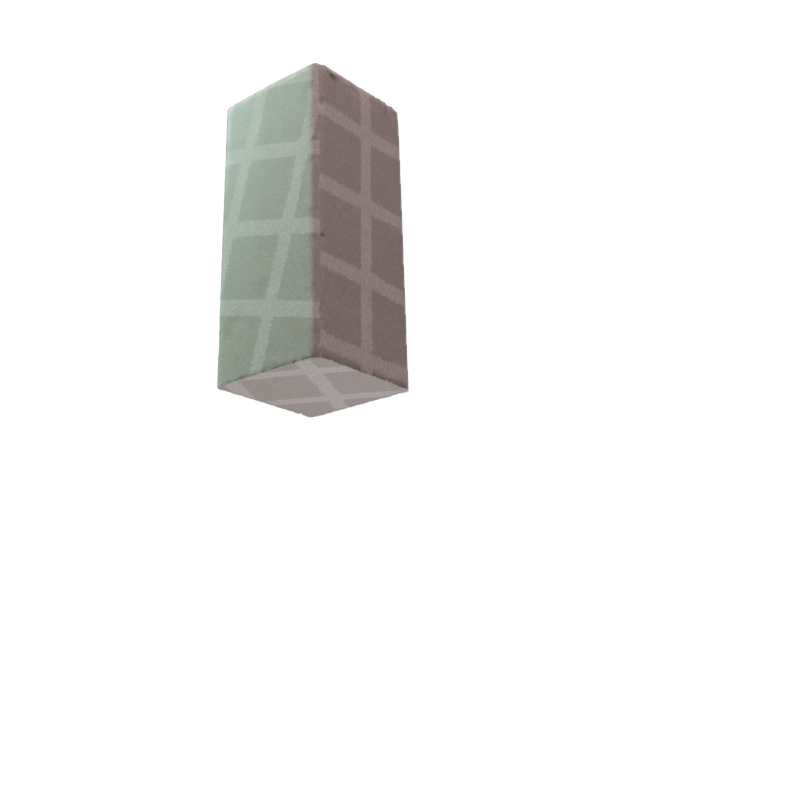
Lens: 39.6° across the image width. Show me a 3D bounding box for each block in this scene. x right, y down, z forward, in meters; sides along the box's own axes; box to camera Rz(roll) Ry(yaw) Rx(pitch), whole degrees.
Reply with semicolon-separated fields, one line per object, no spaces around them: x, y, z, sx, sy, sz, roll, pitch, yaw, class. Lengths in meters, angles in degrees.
-0.058;-0.106;0.741;0.091;0.218;0.085;-20;-29;36;block
